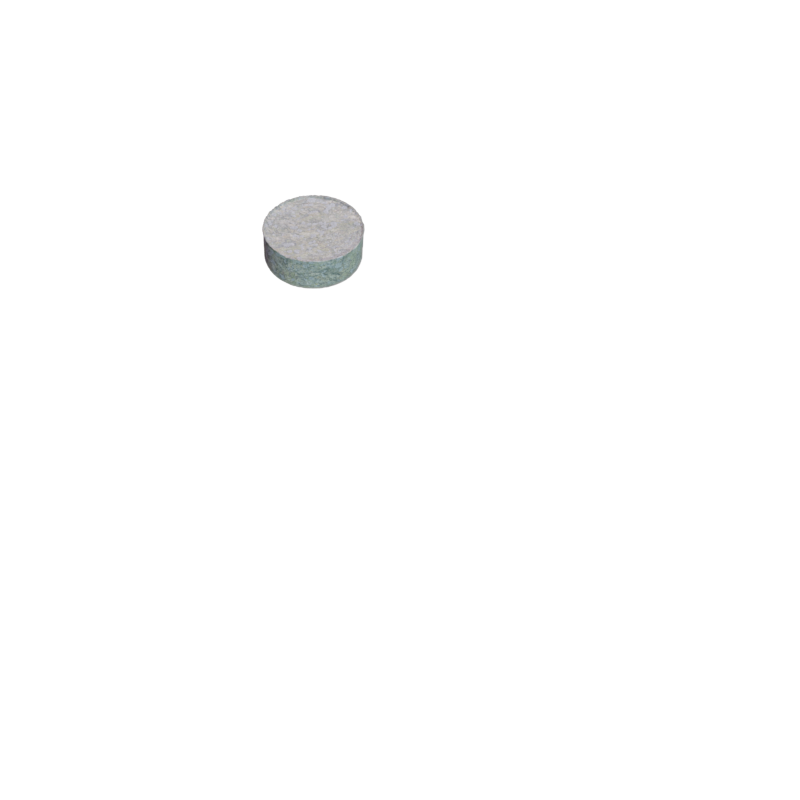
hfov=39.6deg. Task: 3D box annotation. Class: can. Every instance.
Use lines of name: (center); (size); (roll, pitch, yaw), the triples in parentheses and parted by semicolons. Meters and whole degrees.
can: (-0.074, -0.134, 0.942); (0.086, 0.092, 0.031); (-1, -44, -1)
